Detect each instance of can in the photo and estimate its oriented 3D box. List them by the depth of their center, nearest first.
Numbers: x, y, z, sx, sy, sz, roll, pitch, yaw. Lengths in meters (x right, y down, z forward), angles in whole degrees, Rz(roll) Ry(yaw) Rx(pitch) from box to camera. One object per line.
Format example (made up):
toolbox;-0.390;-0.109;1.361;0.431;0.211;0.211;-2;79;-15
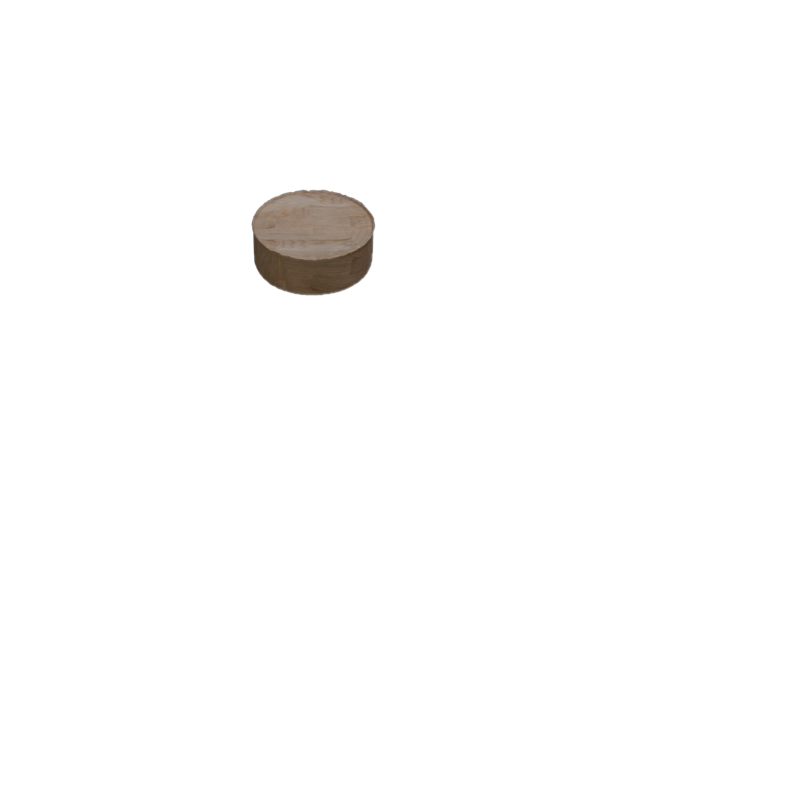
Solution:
can;-0.061;-0.111;0.779;0.086;0.031;0.092;-1;40;-2
